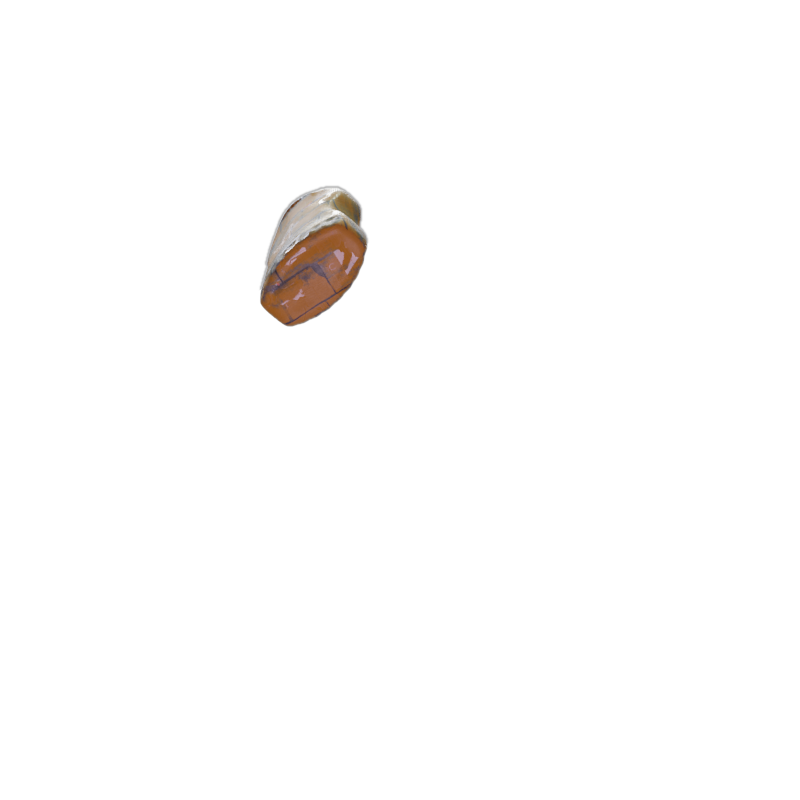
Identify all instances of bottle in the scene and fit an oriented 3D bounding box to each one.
[{"bbox_3d":[-0.074,-0.135,0.948,0.056,0.095,0.201,39,15,-18],"label":"bottle"}]
